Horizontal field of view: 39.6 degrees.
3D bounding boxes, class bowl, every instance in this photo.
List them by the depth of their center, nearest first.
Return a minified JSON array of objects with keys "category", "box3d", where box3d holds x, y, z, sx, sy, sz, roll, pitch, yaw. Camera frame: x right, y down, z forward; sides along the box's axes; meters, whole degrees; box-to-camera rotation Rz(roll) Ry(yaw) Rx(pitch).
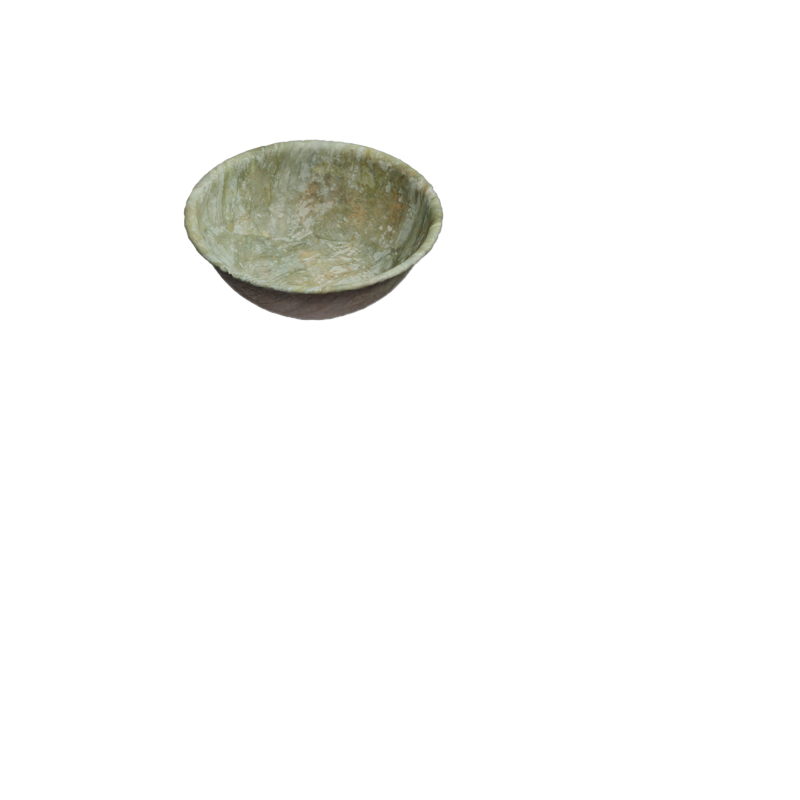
[{"category":"bowl","box3d":[-0.055,-0.101,0.706,0.162,0.051,0.174,-1,42,-2]}]
